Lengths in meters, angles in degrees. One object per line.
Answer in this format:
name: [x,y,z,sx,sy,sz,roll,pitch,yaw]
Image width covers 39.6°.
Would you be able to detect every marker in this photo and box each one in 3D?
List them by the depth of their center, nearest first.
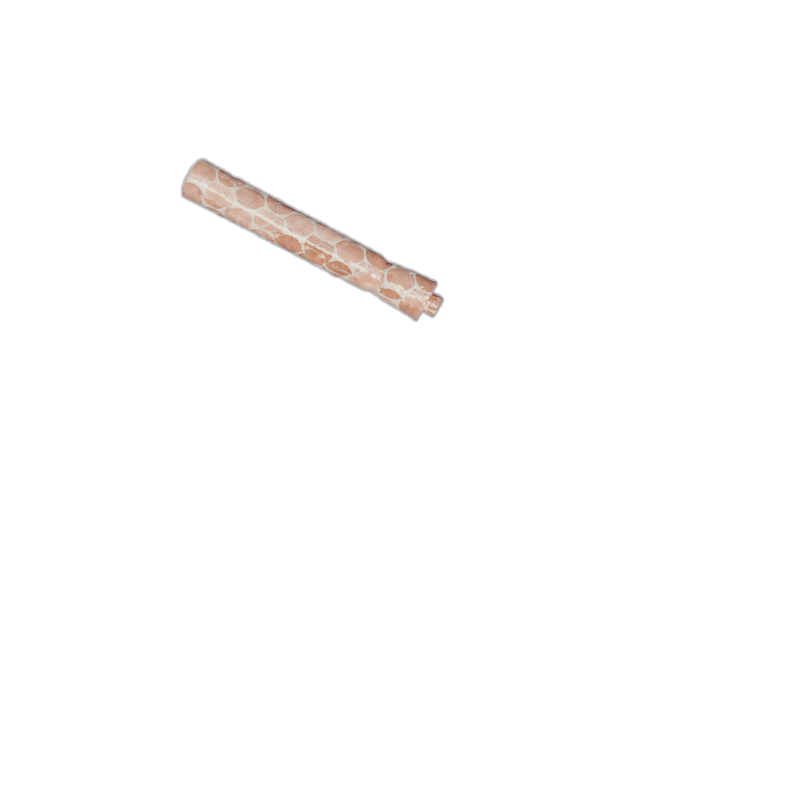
marker: [-0.037,-0.068,0.474,0.123,0.020,0.020,29,7,8]
